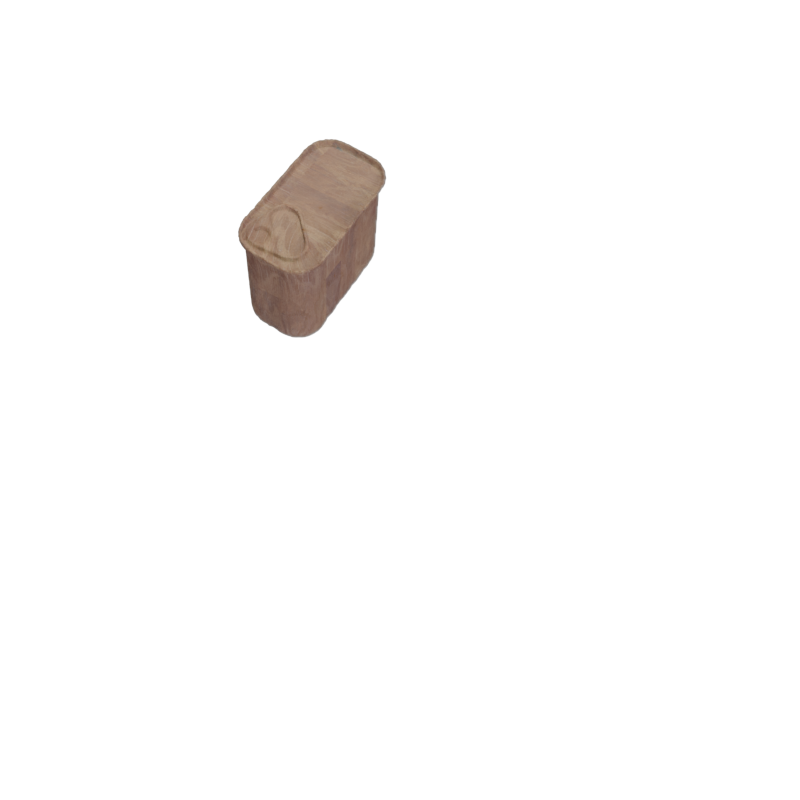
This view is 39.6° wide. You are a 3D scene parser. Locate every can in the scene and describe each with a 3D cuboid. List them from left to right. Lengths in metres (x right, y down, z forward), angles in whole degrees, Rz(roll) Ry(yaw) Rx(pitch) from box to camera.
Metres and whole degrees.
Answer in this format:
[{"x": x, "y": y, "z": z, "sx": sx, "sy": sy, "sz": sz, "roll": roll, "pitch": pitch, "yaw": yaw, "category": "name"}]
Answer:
[{"x": -0.055, "y": -0.101, "z": 0.707, "sx": 0.060, "sy": 0.105, "sz": 0.079, "roll": 29, "pitch": -28, "yaw": 13, "category": "can"}]
